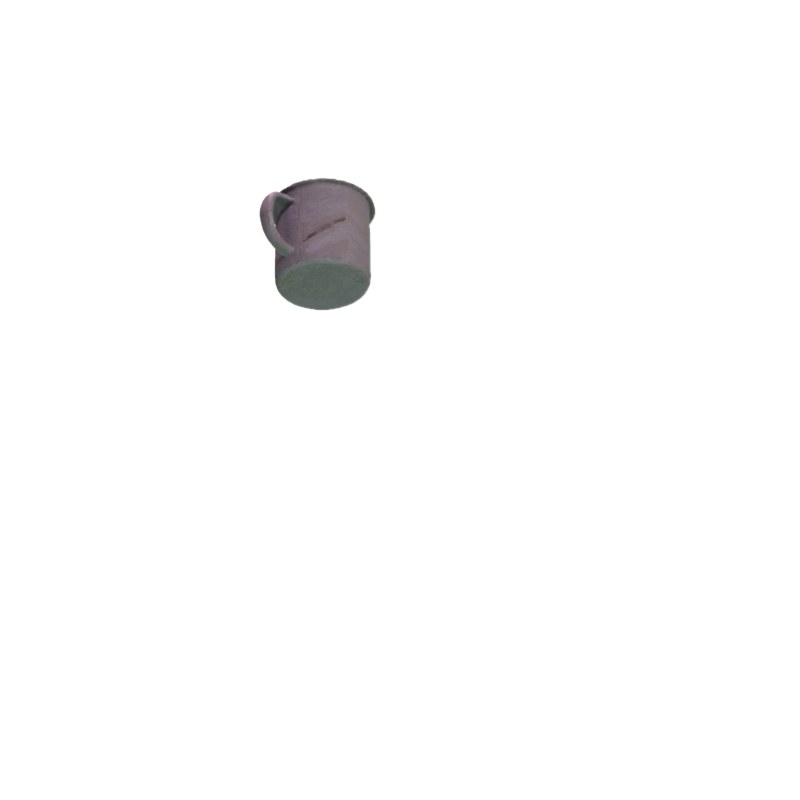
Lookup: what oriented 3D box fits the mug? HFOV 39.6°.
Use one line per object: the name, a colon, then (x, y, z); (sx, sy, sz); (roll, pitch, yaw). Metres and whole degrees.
mug: (-0.074, -0.135, 0.948); (0.093, 0.087, 0.109); (-25, -39, 33)
